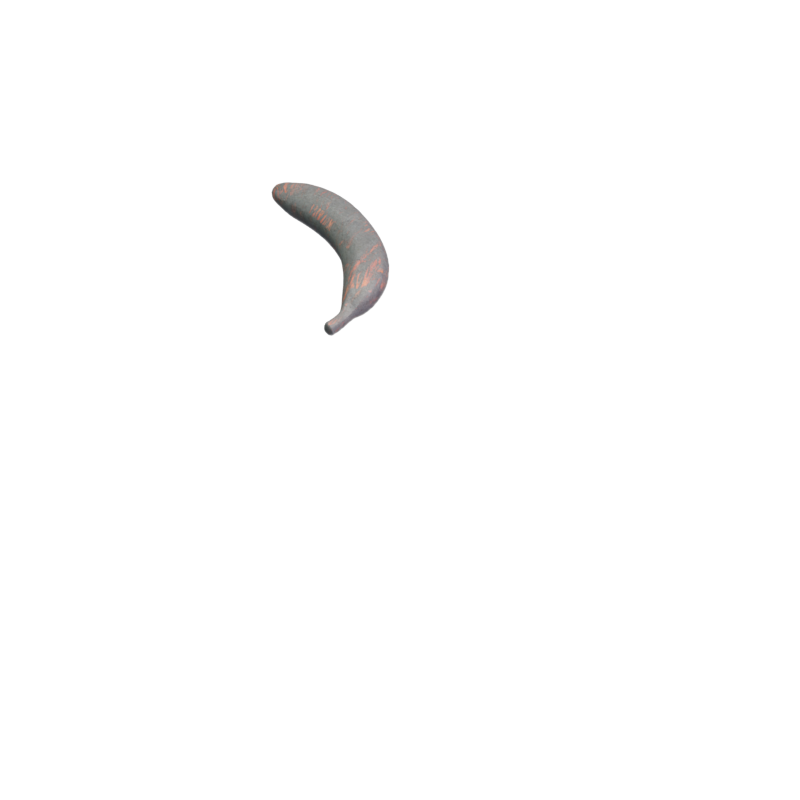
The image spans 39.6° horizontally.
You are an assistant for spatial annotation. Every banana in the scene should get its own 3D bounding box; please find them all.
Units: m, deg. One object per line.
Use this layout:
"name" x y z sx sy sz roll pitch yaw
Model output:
"banana" -0.053 -0.131 0.915 0.069 0.034 0.214 -10 41 -13
